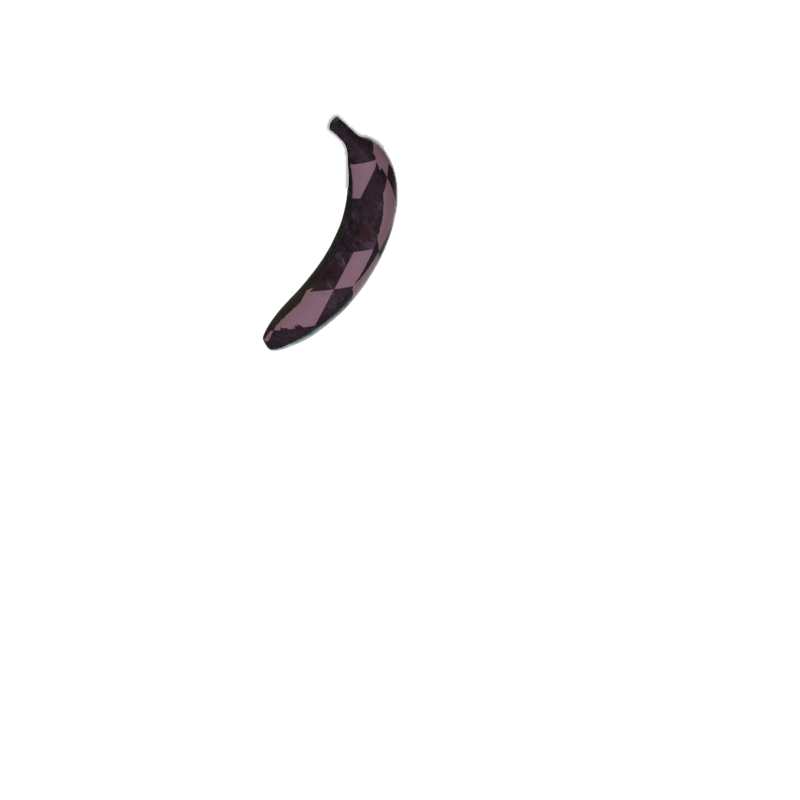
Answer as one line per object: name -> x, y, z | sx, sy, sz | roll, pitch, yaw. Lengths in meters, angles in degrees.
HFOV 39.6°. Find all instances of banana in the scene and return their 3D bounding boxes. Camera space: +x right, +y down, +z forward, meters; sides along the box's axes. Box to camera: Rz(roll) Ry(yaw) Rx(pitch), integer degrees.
banana -> -0.046, -0.116, 0.823 | 0.068, 0.189, 0.039 | 15, 27, -9
